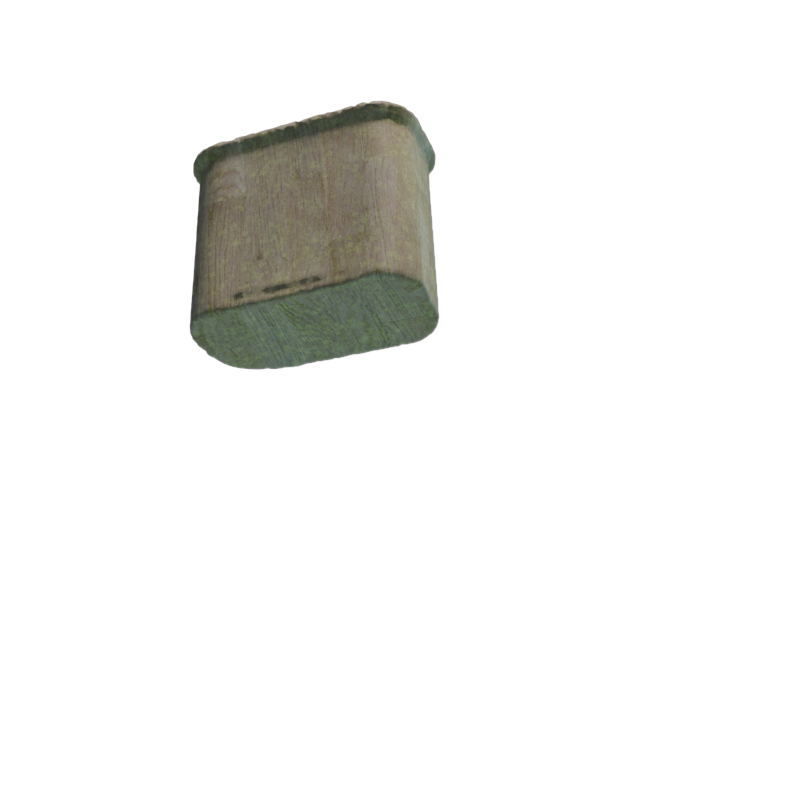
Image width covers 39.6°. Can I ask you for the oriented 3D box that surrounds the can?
[{"bbox_3d":[-0.035,-0.065,0.453,0.103,0.089,0.053,-12,-33,17],"label":"can"}]
